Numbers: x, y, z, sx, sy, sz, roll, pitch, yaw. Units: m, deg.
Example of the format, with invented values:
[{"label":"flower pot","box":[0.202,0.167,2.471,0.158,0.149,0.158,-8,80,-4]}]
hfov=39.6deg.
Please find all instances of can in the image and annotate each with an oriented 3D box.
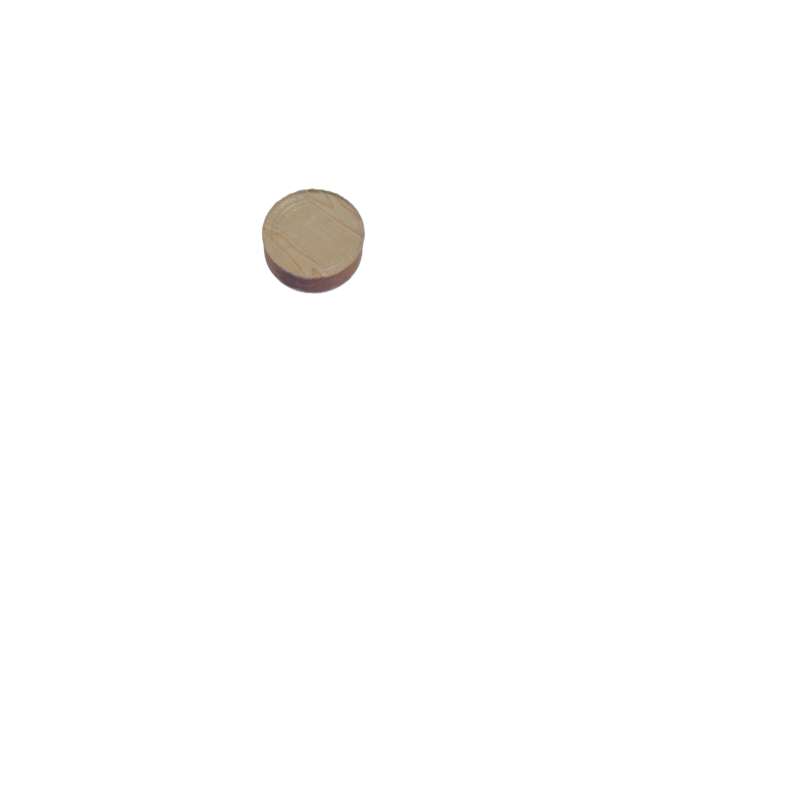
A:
[{"label":"can","box":[-0.073,-0.134,0.936,0.086,0.091,0.032,-1,-27,-1]}]
